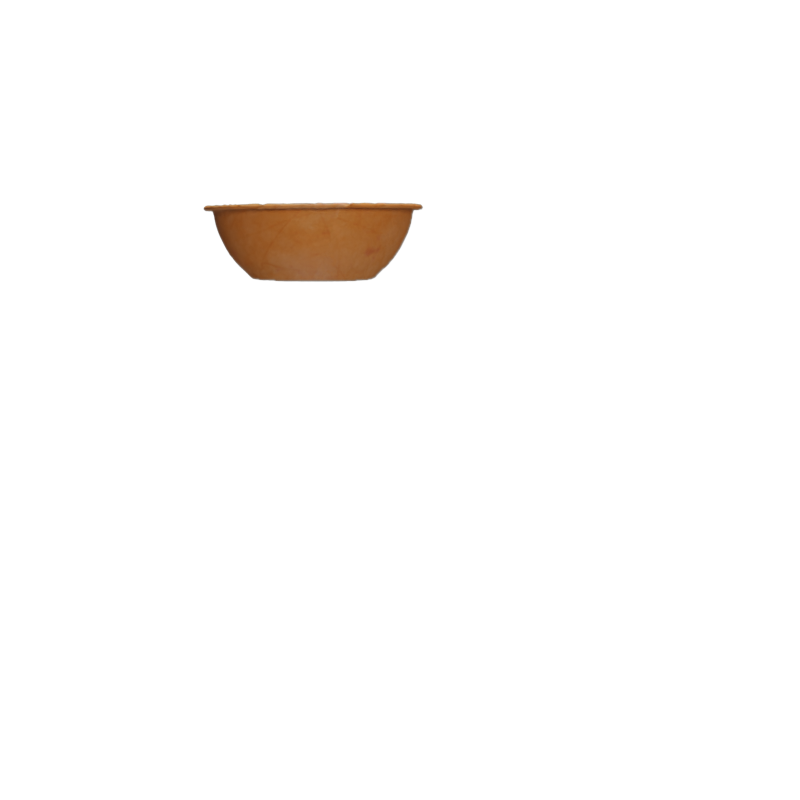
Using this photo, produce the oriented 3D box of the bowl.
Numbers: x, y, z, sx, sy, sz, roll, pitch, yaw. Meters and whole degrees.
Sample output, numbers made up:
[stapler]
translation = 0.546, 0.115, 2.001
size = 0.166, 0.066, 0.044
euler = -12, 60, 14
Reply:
[bowl]
translation = -0.064, -0.117, 0.818
size = 0.162, 0.054, 0.164
euler = 0, 8, -2
